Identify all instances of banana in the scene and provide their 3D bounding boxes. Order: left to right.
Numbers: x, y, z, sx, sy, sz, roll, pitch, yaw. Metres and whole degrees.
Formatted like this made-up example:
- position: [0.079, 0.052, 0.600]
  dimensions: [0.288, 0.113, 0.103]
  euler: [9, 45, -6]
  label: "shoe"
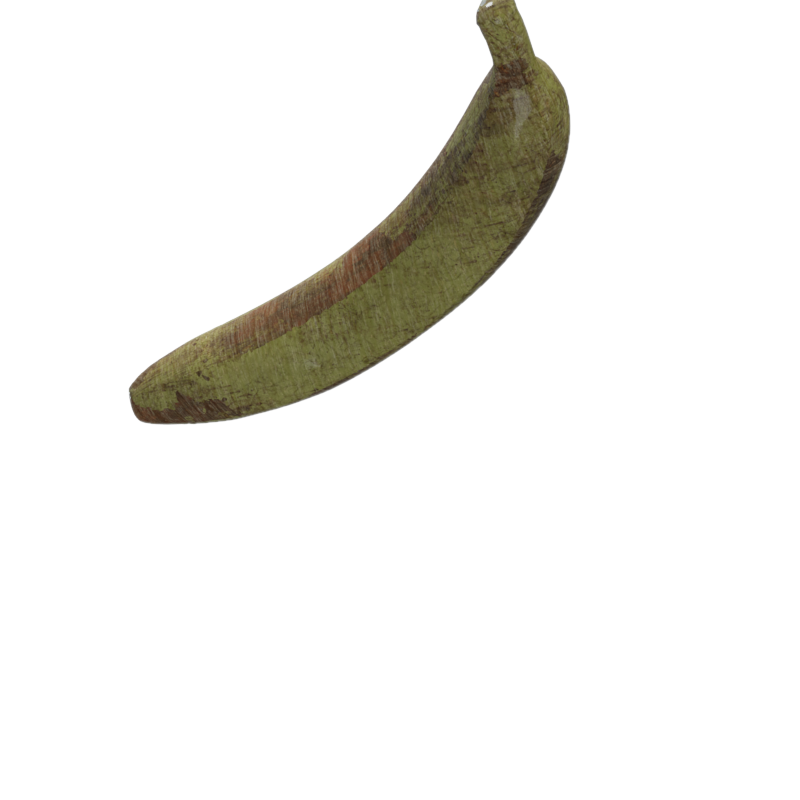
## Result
- position: [-0.010, -0.045, 0.353]
  dimensions: [0.066, 0.039, 0.194]
  euler: [30, -54, -26]
  label: "banana"
